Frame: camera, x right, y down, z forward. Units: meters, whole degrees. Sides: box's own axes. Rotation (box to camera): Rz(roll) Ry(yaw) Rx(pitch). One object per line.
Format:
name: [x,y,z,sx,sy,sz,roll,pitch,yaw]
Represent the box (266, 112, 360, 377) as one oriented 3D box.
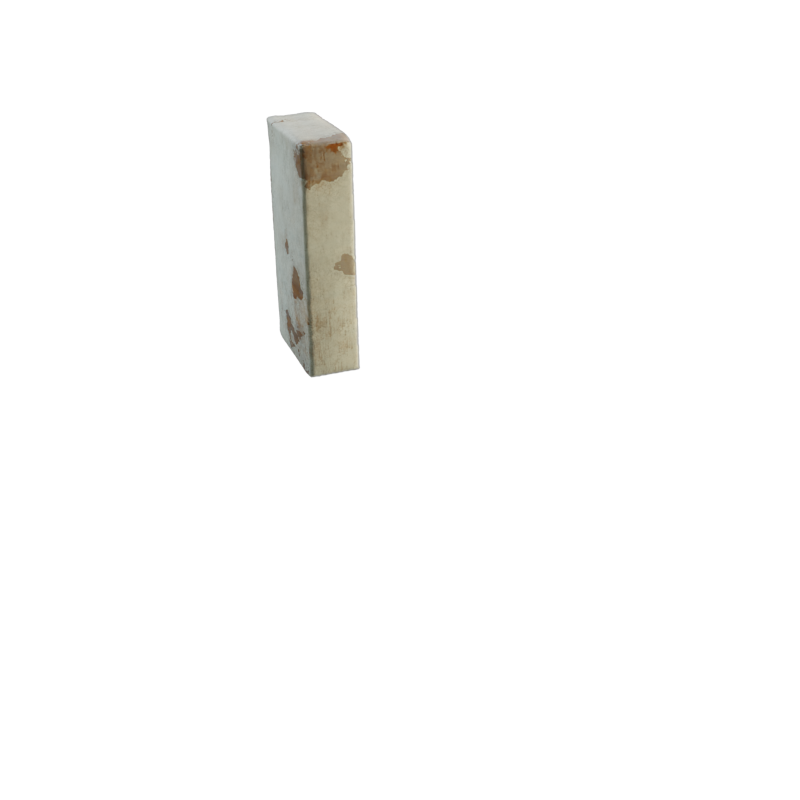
box: [-0.064,-0.117,0.821,0.047,0.168,0.100,-6,23,-19]
